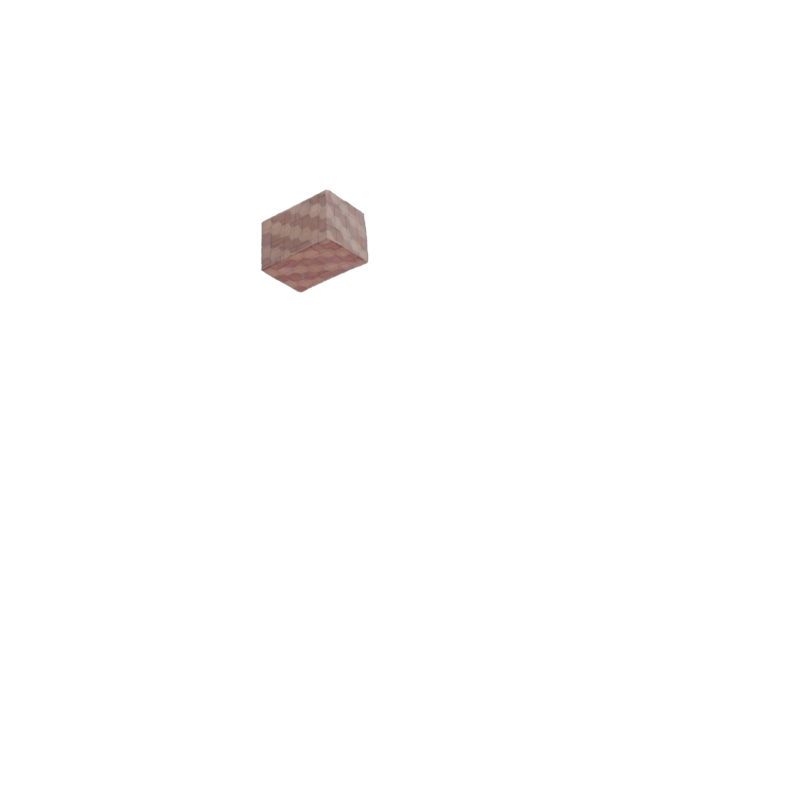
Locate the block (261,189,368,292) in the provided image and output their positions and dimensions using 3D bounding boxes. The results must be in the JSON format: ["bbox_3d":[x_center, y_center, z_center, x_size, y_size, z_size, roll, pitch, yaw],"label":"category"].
[{"bbox_3d":[-0.074,-0.134,0.940,0.079,0.054,0.049,-21,-34,33],"label":"block"}]
